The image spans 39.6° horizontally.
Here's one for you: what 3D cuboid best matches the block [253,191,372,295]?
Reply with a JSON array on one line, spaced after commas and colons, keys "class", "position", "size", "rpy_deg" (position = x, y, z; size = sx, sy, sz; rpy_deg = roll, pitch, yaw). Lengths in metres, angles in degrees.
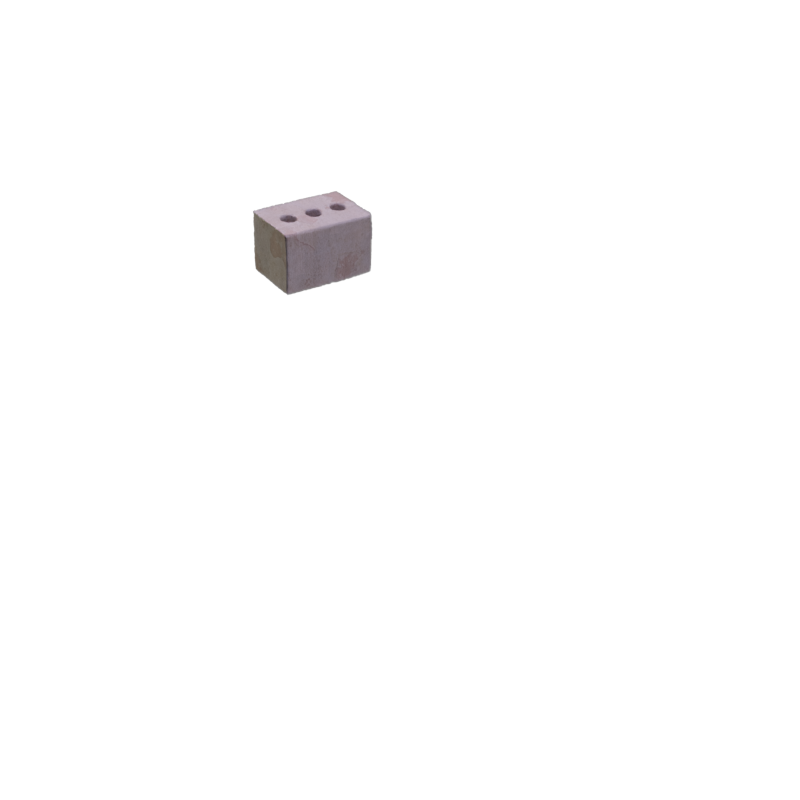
[{"class": "block", "position": [-0.067, -0.122, 0.851], "size": [0.077, 0.048, 0.057], "rpy_deg": [-18, 35, -29]}]
